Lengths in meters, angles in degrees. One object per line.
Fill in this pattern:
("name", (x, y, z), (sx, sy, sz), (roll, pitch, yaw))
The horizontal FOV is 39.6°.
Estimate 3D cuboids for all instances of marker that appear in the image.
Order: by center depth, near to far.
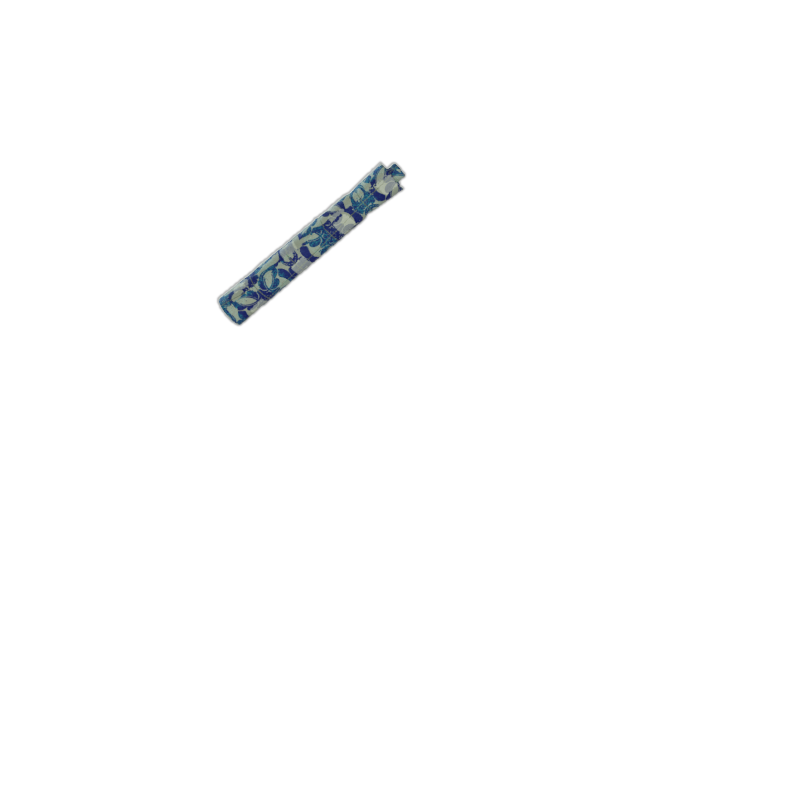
("marker", (-0.046, -0.085, 0.592), (0.120, 0.020, 0.020), (-39, -2, 8))
